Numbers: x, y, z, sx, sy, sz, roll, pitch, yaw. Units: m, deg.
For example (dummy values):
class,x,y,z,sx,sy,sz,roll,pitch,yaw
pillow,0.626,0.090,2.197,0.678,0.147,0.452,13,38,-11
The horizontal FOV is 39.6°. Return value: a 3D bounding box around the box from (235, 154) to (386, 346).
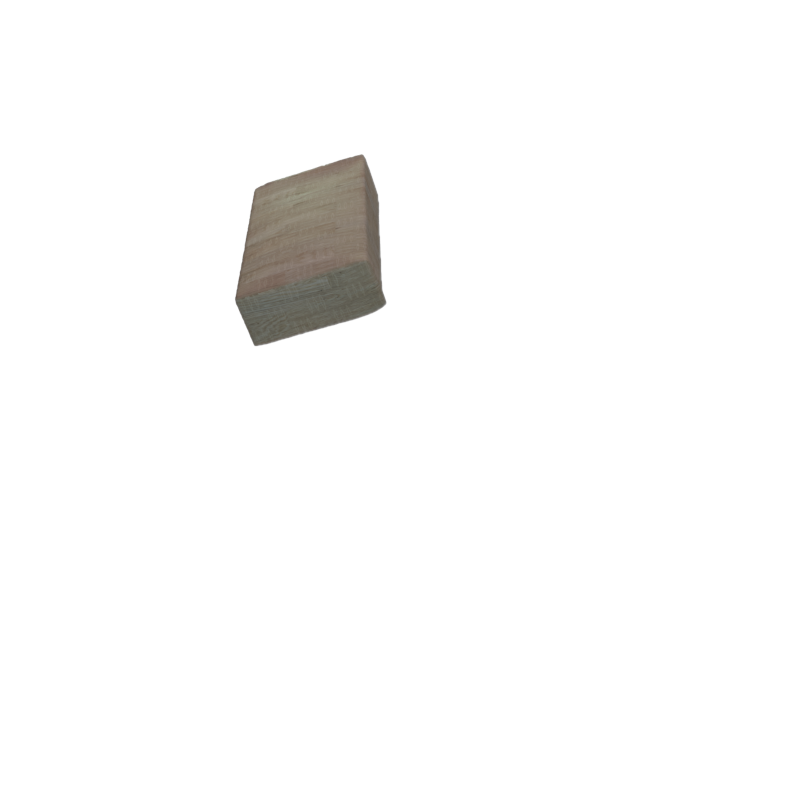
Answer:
class,x,y,z,sx,sy,sz,roll,pitch,yaw
box,-0.062,-0.113,0.787,0.094,0.045,0.188,-16,34,7
